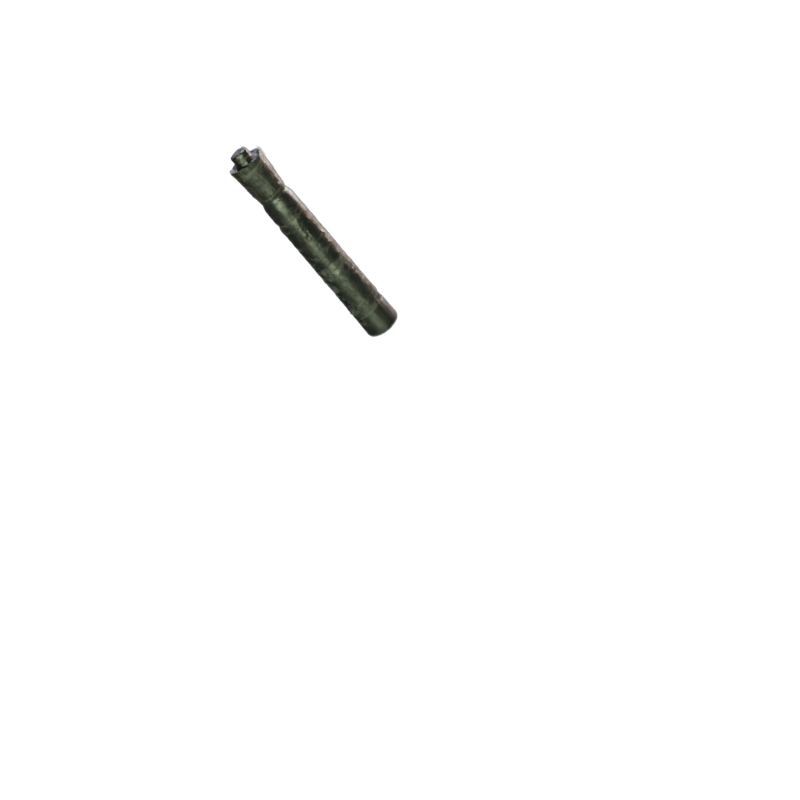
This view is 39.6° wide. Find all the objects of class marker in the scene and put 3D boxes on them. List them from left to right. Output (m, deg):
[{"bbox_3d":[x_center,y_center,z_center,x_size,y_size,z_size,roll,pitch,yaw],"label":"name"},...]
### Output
[{"bbox_3d":[-0.043,-0.079,0.552,0.020,0.114,0.021,-34,24,17],"label":"marker"}]
